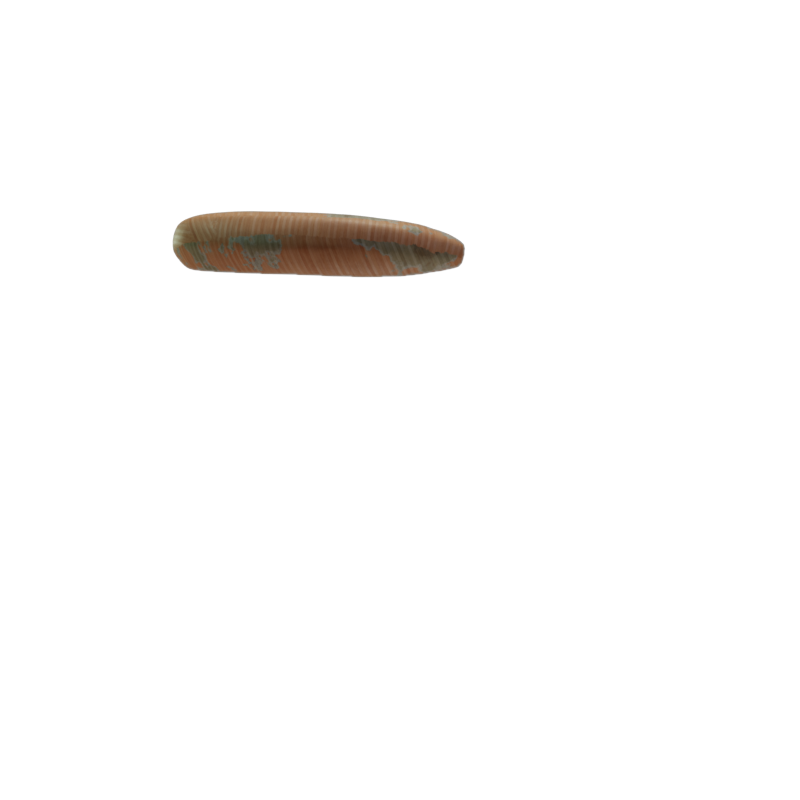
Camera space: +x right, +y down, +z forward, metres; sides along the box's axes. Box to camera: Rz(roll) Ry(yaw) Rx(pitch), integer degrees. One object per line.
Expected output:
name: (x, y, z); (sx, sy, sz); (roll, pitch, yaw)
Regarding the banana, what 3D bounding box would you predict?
banana: (-0.064, -0.092, 0.650); (0.205, 0.036, 0.068); (6, 10, 30)
